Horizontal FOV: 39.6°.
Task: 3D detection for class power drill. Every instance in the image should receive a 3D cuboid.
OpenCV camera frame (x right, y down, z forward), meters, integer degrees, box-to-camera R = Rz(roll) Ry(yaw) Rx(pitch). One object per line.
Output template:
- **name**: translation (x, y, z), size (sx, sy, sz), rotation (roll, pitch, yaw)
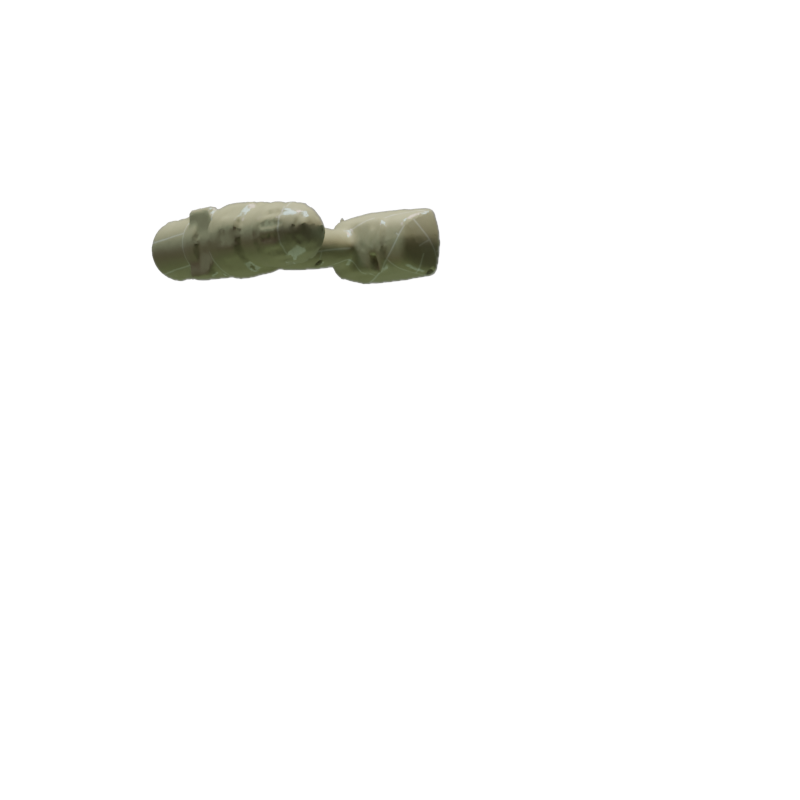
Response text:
- **power drill**: translation (-0.063, -0.116, 0.809), size (0.181, 0.057, 0.191), rotation (-3, 5, -38)
